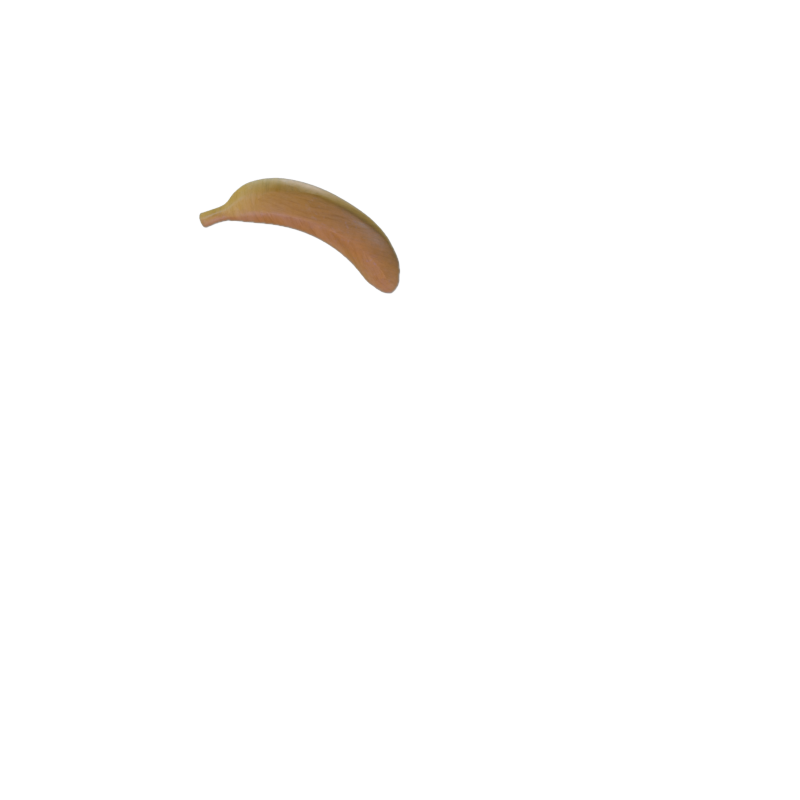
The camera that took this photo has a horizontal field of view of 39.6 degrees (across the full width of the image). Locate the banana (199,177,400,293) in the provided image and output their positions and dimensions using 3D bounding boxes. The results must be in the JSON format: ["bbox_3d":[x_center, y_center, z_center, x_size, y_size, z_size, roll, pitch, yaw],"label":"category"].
[{"bbox_3d":[-0.062,-0.137,0.894,0.187,0.039,0.069,19,-34,-33],"label":"banana"}]
